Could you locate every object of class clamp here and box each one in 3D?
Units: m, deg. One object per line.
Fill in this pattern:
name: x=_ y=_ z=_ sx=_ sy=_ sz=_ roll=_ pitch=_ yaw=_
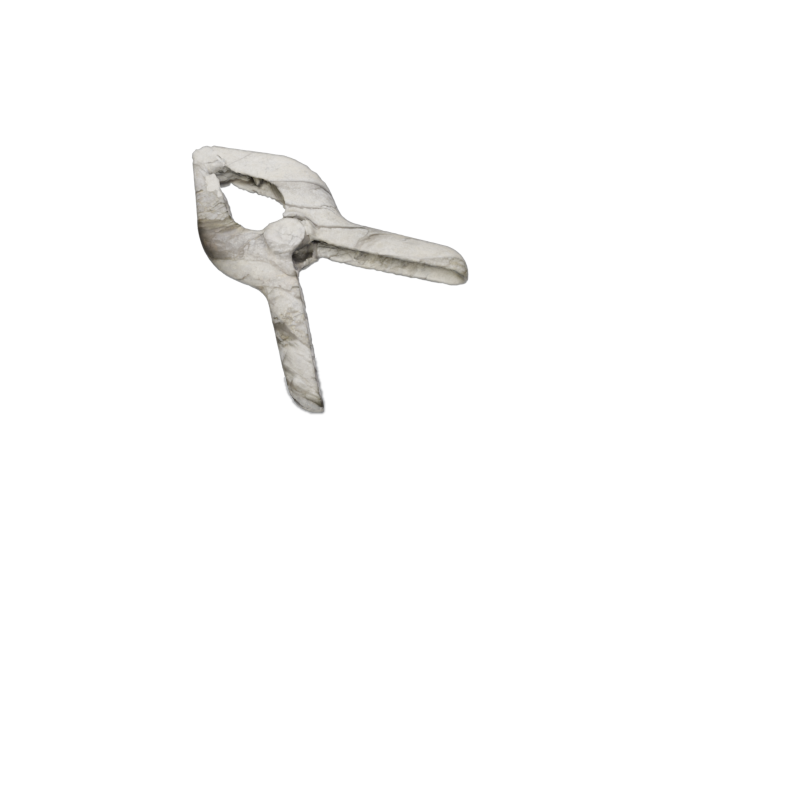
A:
clamp: x=-0.049 y=-0.089 z=0.623 sx=0.120 sy=0.181 sz=0.037 roll=-31 pitch=-22 yaw=-15
